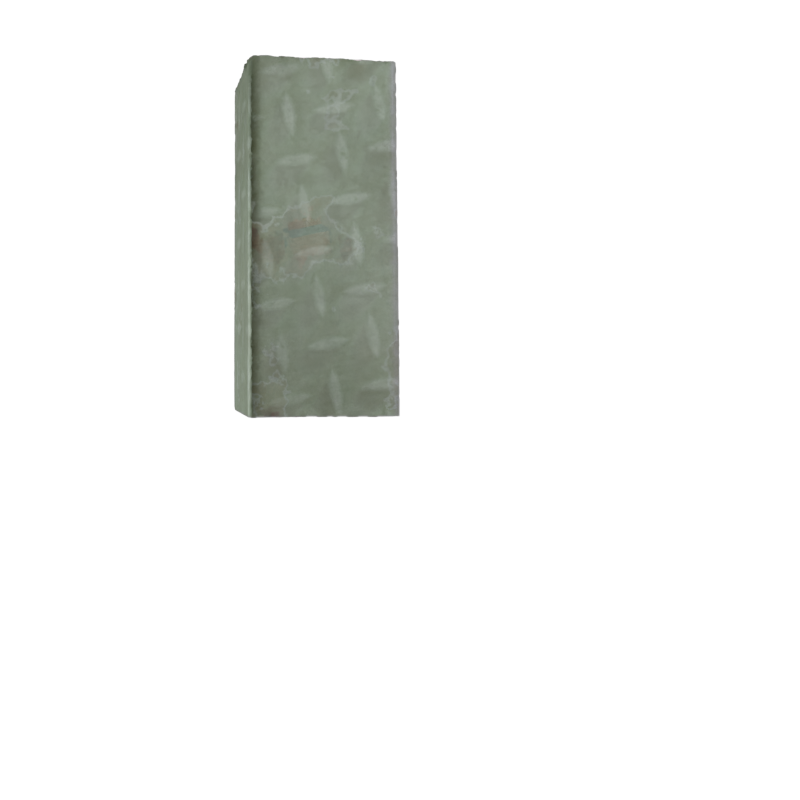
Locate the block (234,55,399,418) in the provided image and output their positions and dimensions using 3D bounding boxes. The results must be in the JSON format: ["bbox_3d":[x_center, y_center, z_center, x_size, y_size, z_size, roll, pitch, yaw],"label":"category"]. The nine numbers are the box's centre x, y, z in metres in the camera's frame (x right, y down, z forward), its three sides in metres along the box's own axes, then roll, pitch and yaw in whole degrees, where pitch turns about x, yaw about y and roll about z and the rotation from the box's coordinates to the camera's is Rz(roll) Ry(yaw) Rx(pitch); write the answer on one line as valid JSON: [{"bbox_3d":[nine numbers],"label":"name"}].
[{"bbox_3d":[-0.054,-0.096,0.675,0.089,0.209,0.091,1,-4,-12],"label":"block"}]
